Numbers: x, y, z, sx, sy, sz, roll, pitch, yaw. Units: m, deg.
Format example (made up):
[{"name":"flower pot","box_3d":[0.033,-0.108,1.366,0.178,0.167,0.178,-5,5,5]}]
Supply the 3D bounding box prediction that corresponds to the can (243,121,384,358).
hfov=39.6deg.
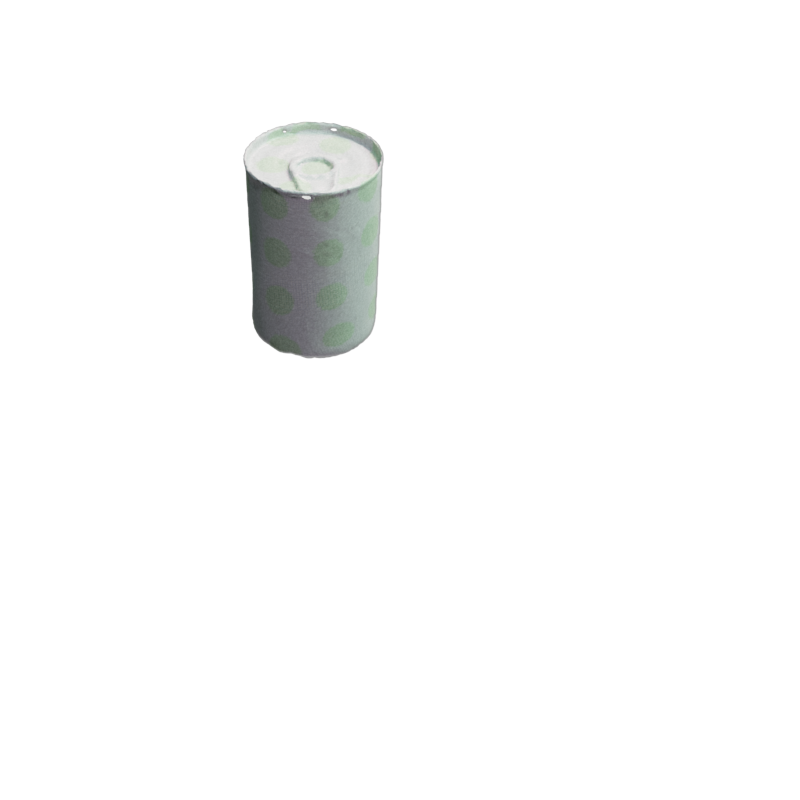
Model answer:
[{"name":"can","box_3d":[-0.044,-0.080,0.563,0.068,0.095,0.073,0,38,-3]}]
